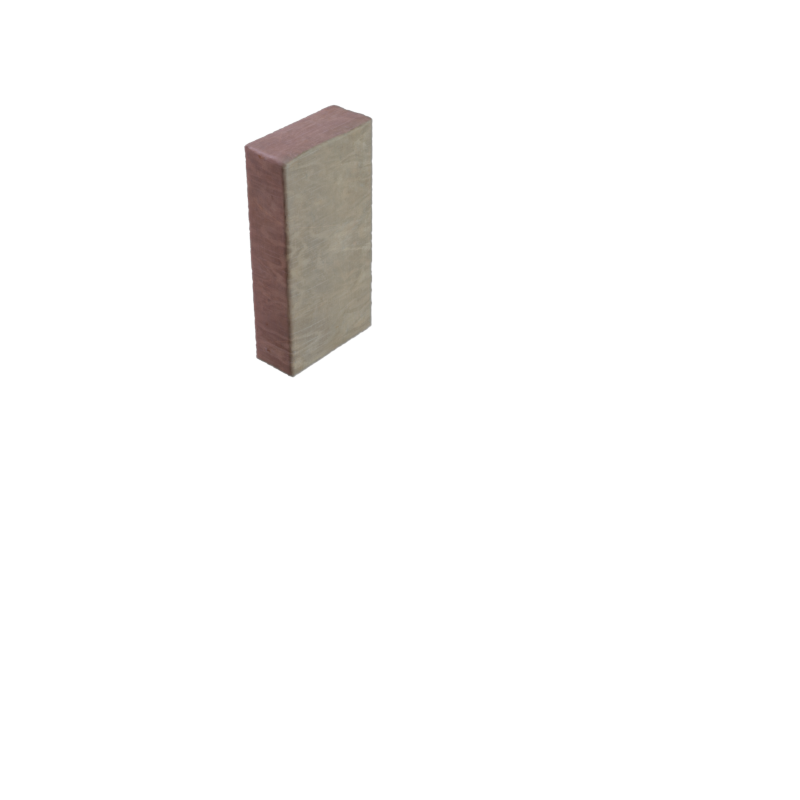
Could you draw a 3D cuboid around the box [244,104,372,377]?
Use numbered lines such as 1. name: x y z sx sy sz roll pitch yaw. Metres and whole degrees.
1. box: -0.062 -0.114 0.798 0.051 0.165 0.094 27 42 30
